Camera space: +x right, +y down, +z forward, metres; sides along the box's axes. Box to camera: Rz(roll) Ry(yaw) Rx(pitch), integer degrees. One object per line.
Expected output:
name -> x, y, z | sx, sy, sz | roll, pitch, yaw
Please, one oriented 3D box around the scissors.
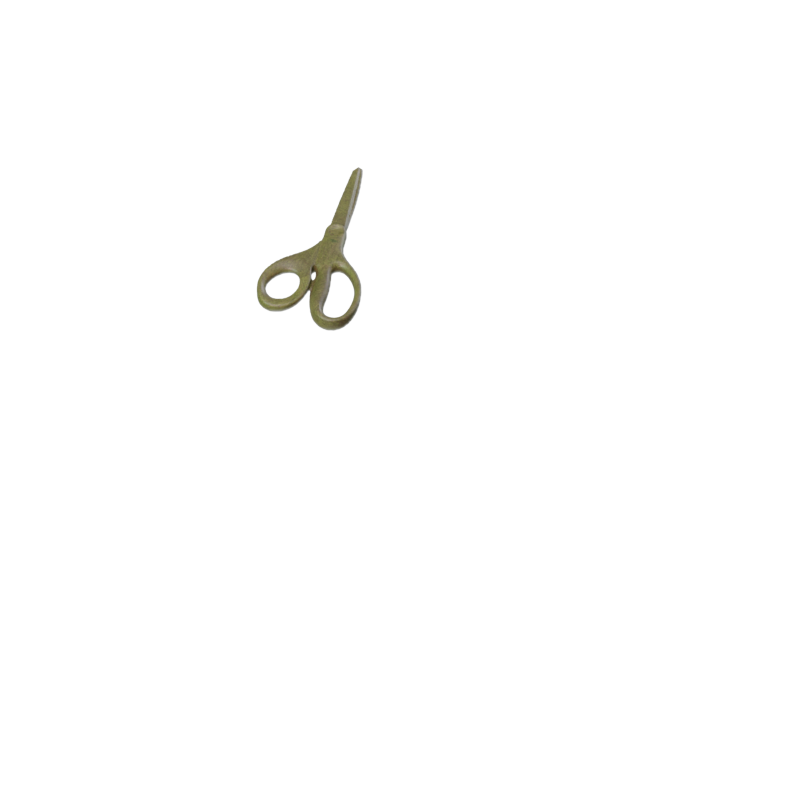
scissors -> -0.076, -0.138, 0.969 | 0.096, 0.217, 0.015 | -2, -43, -2
